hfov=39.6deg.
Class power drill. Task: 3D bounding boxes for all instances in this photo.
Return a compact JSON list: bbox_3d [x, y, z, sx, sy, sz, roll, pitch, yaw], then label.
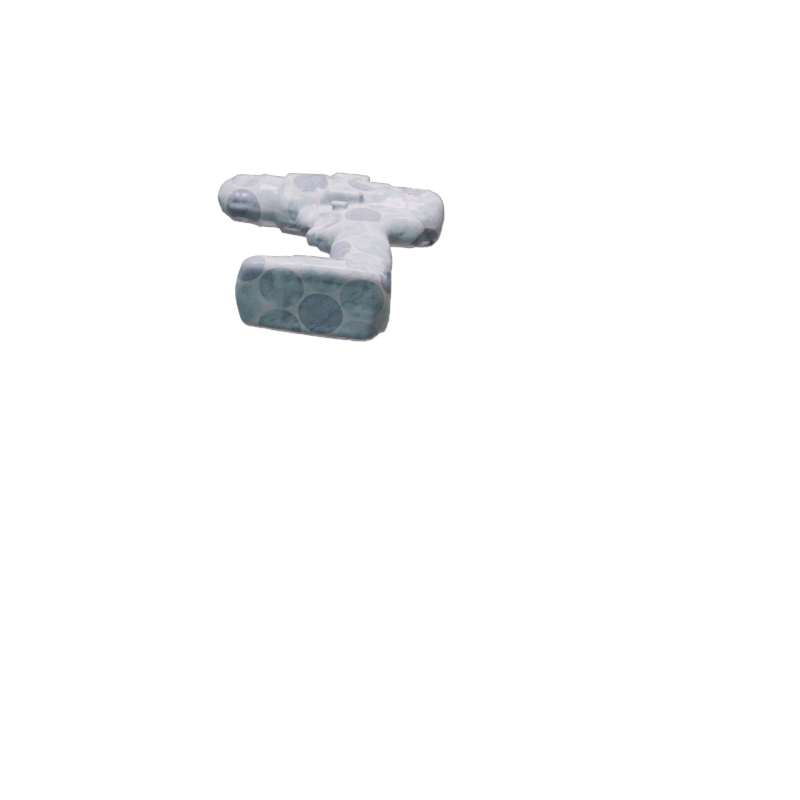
[{"bbox_3d":[-0.065,-0.119,0.833,0.187,0.054,0.197,5,33,8],"label":"power drill"}]
